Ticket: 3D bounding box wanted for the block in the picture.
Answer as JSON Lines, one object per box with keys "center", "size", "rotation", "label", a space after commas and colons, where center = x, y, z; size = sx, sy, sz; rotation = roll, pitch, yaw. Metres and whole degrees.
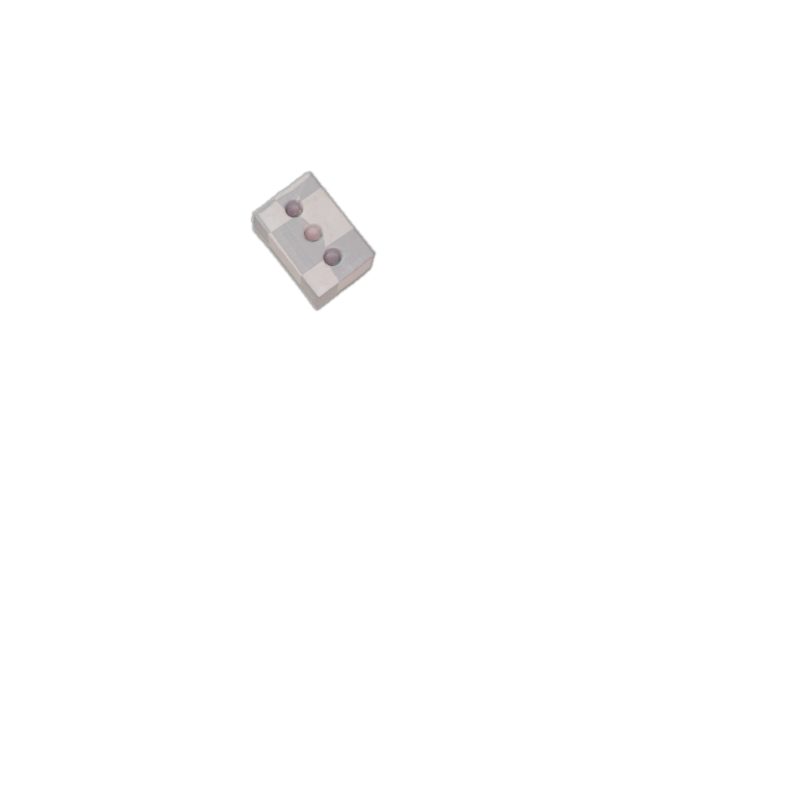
{"center": [-0.062, -0.113, 0.789], "size": [0.053, 0.080, 0.050], "rotation": [-38, -9, -8], "label": "block"}
